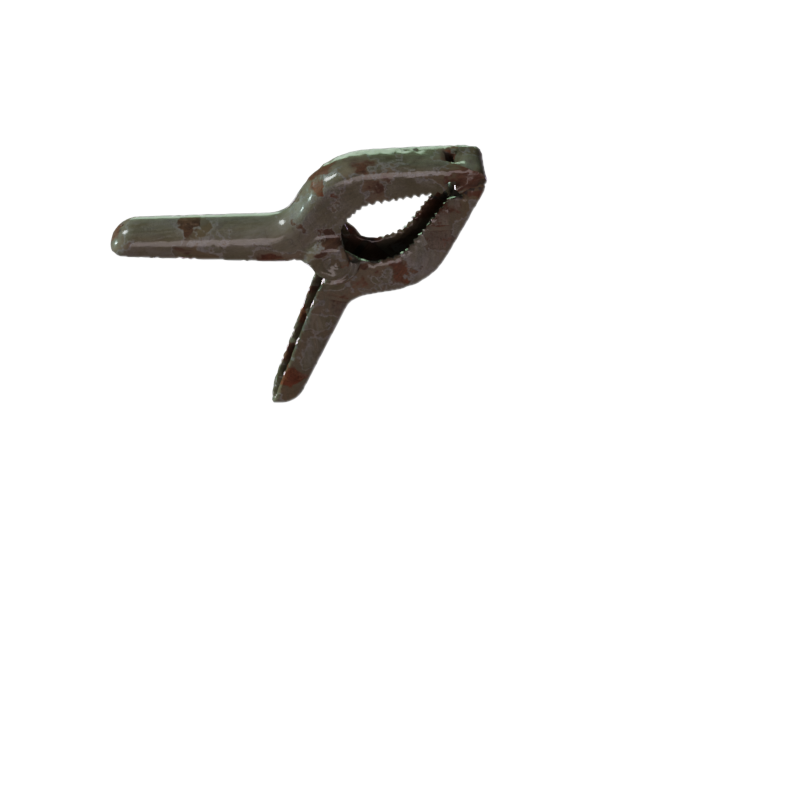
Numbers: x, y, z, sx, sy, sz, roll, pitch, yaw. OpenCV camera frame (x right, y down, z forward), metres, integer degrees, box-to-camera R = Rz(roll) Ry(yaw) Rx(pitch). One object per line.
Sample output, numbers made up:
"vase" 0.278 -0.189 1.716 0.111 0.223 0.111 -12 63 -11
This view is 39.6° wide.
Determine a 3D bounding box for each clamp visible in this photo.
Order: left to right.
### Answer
"clamp" -0.050 -0.091 0.635 0.209 0.039 0.154 -33 -55 26
